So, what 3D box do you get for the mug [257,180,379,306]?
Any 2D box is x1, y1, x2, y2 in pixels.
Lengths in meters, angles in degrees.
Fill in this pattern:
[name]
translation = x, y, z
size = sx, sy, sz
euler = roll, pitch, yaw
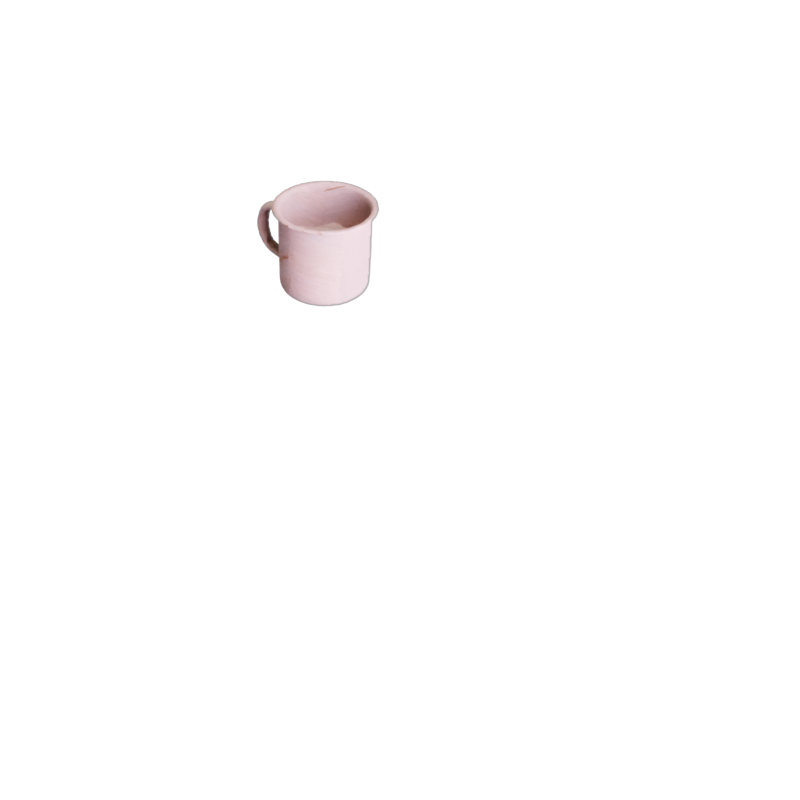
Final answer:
[mug]
translation = -0.077, -0.141, 0.985
size = 0.122, 0.076, 0.095
euler = 19, 39, 23
